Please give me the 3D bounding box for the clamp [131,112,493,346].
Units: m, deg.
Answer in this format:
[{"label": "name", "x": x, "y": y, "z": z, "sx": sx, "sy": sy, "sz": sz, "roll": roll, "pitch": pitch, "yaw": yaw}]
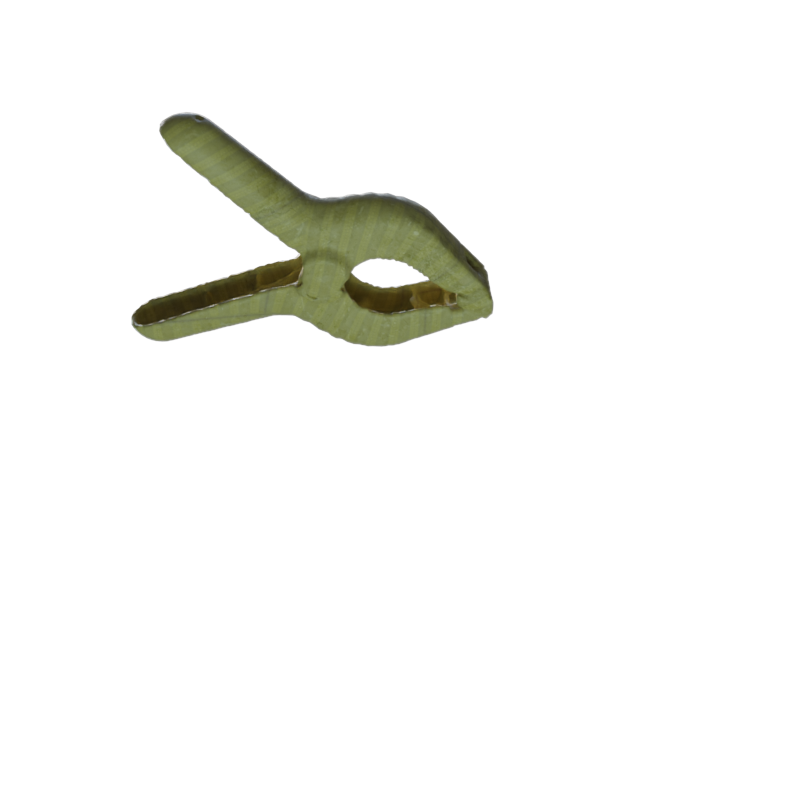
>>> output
[{"label": "clamp", "x": -0.040, "y": -0.073, "z": 0.511, "sx": 0.171, "sy": 0.112, "sz": 0.042, "roll": 3, "pitch": 42, "yaw": -3}]
